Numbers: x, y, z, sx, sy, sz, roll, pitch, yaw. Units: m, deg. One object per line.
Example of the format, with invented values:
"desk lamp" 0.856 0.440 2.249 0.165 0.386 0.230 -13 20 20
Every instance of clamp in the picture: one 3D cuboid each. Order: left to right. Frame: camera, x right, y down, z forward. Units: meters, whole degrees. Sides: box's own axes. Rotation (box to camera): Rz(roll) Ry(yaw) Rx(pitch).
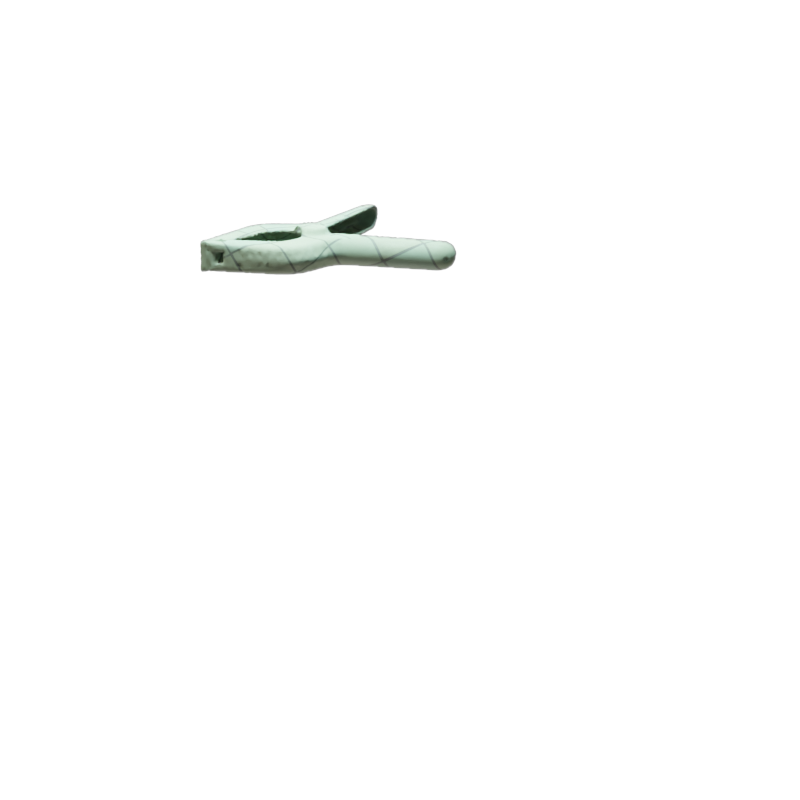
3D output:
"clamp" -0.077 -0.141 0.985 0.206 0.035 0.174 -7 23 -17
